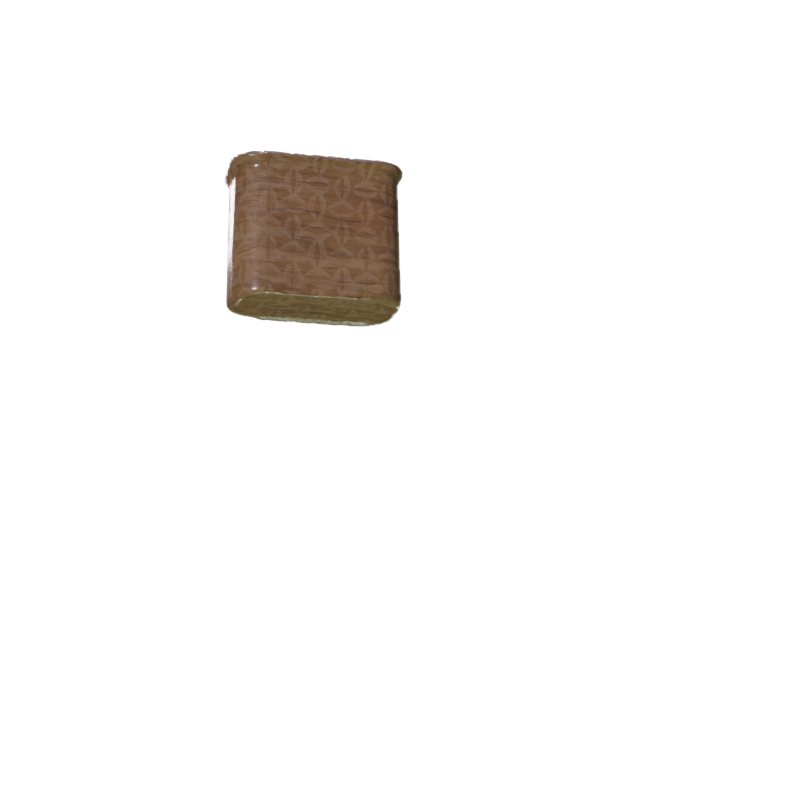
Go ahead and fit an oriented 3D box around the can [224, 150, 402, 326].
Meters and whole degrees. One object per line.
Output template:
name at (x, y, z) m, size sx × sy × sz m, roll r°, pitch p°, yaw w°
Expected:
can at (-0.050, -0.091, 0.637) m, size 0.100 × 0.088 × 0.056 m, roll 3°, pitch -19°, yaw -13°
